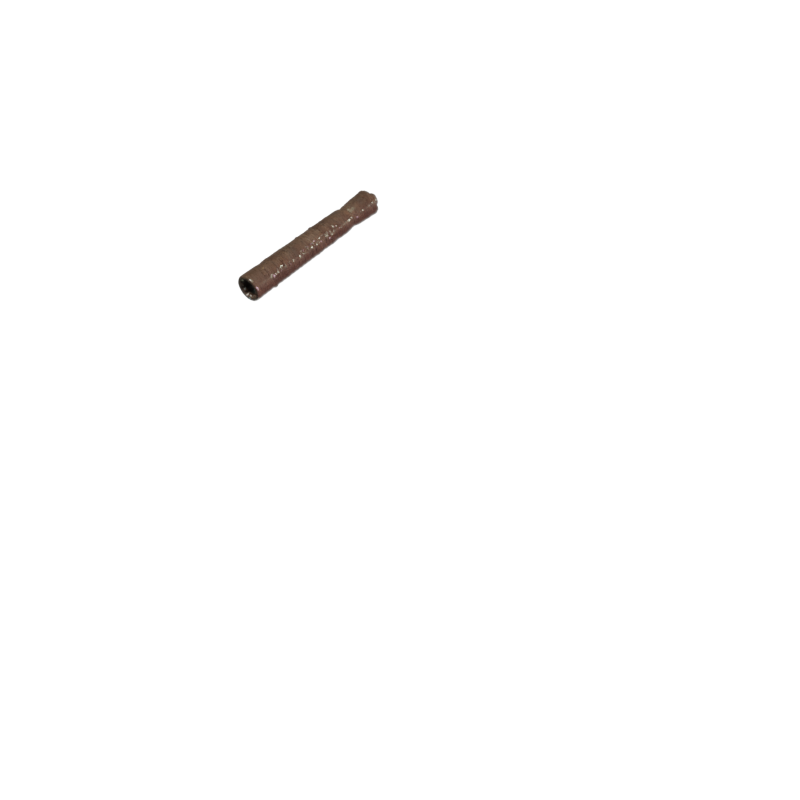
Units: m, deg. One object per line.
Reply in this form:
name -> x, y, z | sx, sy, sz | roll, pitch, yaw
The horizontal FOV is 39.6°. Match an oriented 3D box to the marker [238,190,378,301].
marker -> -0.057, -0.104, 0.732 | 0.021, 0.019, 0.122 | 4, 37, 49
